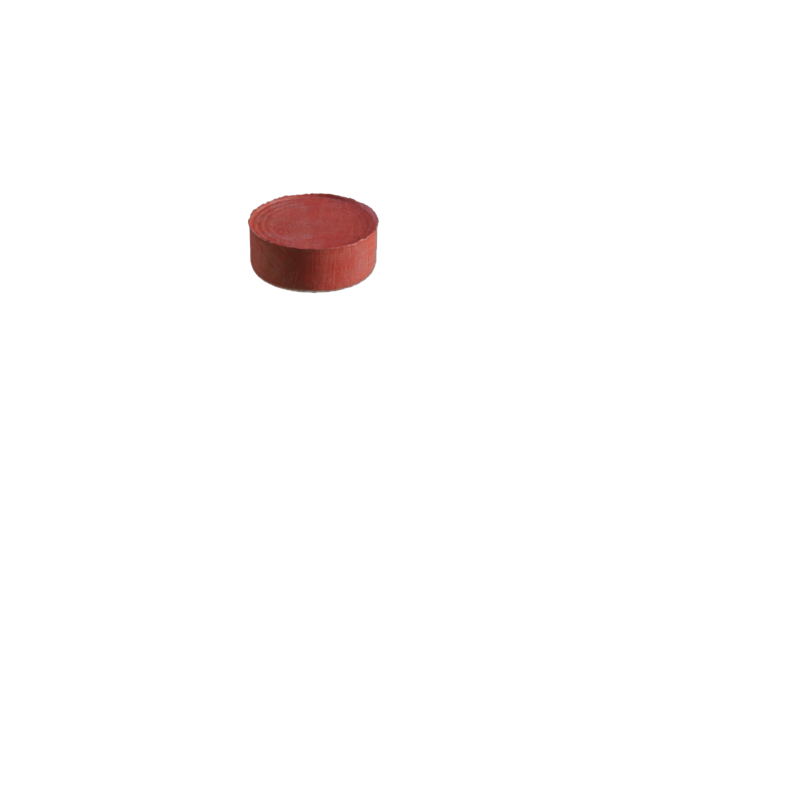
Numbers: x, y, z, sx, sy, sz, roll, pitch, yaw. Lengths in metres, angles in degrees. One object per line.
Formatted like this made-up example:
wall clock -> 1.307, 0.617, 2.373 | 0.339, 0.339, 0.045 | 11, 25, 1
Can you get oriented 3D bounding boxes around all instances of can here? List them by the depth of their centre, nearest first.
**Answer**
can -> -0.057, -0.105, 0.734 | 0.086, 0.032, 0.091 | -1, 32, -2
